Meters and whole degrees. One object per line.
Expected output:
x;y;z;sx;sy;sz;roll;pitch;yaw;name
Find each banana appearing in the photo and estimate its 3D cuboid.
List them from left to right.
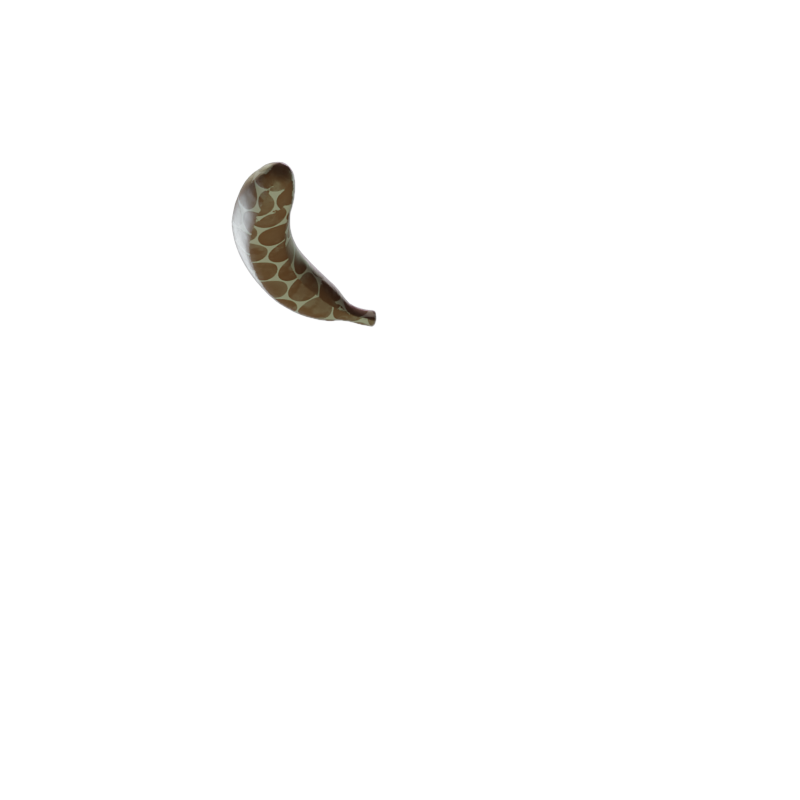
-0.074;-0.100;0.738;0.070;0.039;0.184;-8;-25;15;banana
